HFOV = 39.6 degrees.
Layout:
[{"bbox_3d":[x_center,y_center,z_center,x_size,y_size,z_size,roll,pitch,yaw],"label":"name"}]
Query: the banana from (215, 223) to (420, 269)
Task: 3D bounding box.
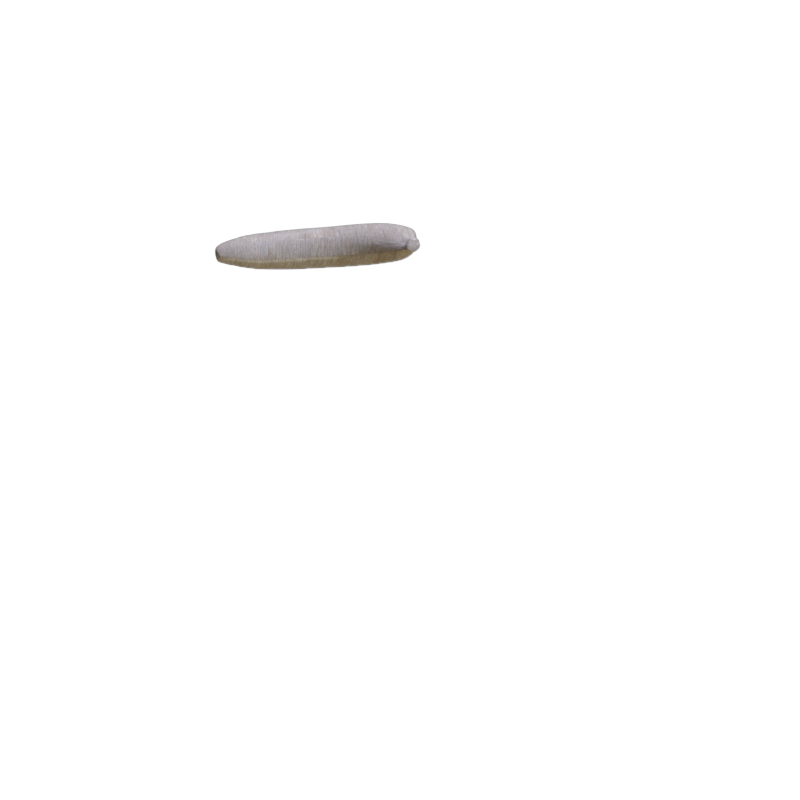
[{"bbox_3d":[-0.065,-0.138,0.983,0.203,0.037,0.067,-1,-4,25],"label":"banana"}]
